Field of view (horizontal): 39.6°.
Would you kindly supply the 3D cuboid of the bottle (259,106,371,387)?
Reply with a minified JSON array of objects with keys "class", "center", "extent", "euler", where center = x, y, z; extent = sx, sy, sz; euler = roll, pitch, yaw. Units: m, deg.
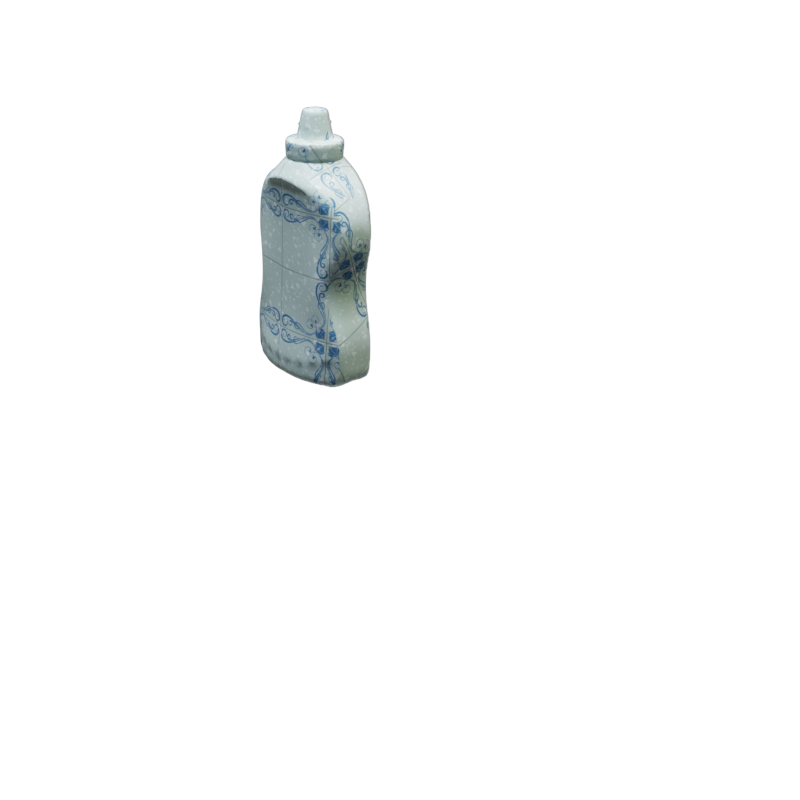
[{"class":"bottle","center":[-0.061,-0.113,0.789],"extent":[0.057,0.183,0.102],"euler":[-14,26,-36]}]
